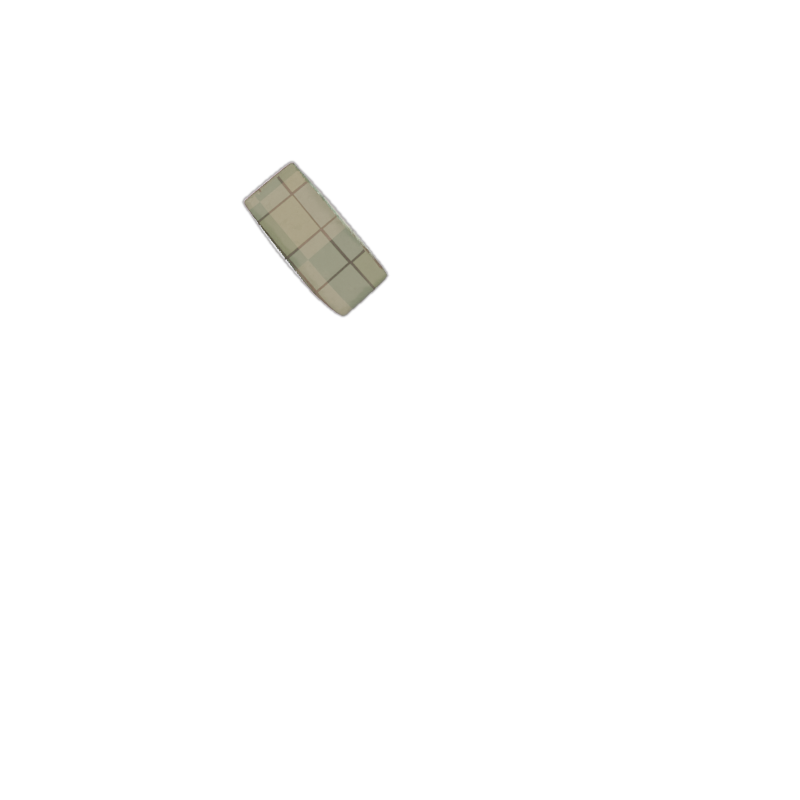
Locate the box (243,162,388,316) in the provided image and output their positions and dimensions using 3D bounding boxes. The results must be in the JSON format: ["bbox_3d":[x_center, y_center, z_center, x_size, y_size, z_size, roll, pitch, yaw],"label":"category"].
[{"bbox_3d":[-0.058,-0.107,0.746,0.048,0.092,0.179,-39,8,2],"label":"box"}]
